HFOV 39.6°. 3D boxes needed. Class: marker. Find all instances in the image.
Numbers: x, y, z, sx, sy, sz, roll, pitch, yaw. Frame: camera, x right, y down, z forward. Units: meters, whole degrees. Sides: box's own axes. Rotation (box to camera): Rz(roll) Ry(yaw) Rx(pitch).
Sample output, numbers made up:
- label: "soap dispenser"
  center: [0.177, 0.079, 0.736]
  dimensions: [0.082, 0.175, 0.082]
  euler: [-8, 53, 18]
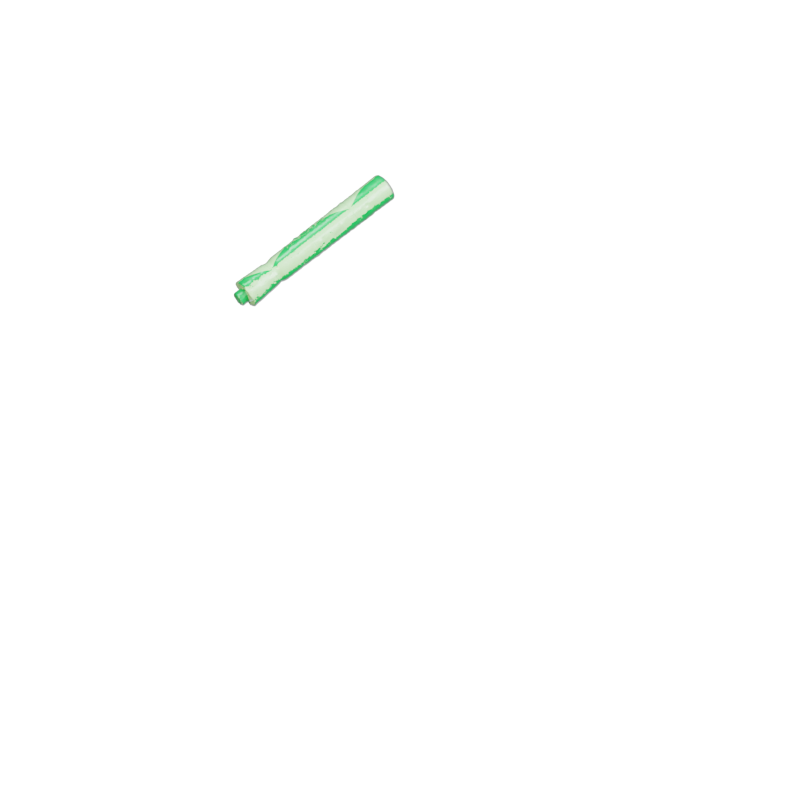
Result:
- label: "marker"
  center: [-0.054, -0.098, 0.690]
  dimensions: [0.122, 0.019, 0.020]
  euler: [-40, 18, -17]
